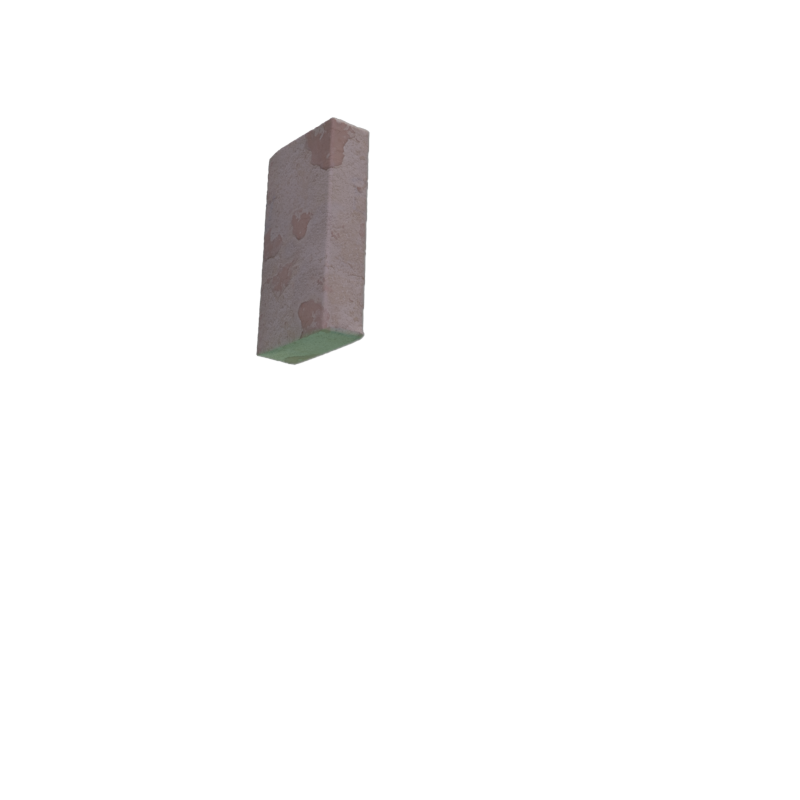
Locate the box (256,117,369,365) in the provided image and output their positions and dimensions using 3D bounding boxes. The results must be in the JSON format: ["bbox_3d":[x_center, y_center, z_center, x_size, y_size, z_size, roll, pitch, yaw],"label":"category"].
[{"bbox_3d":[-0.069,-0.125,0.874,0.045,0.185,0.094,15,-25,-37],"label":"box"}]
